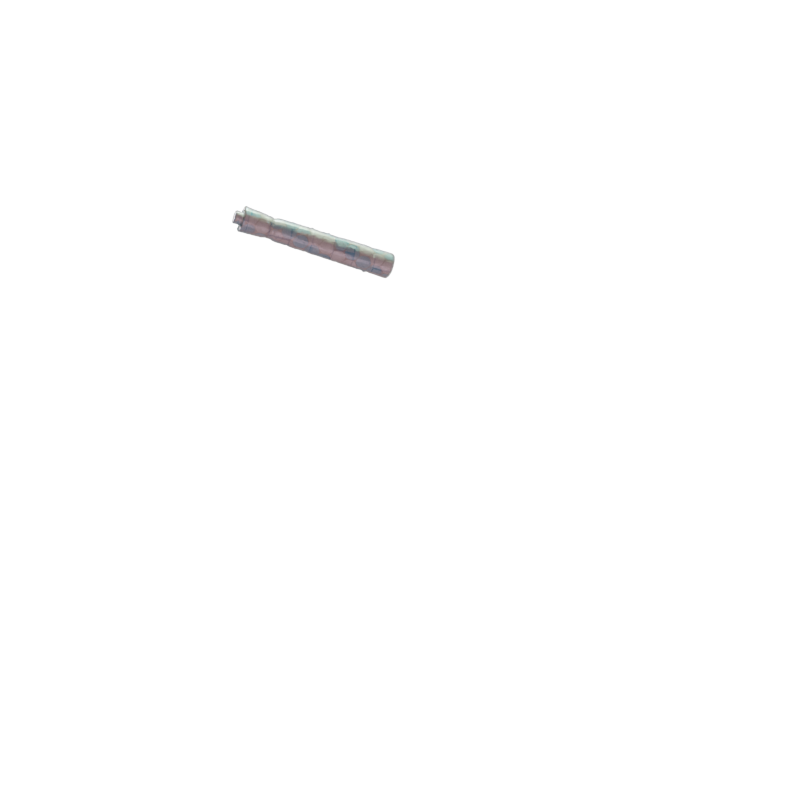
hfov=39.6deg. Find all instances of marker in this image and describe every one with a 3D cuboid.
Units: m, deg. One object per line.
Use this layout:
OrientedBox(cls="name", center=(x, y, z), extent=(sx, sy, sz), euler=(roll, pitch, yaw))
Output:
OrientedBox(cls="marker", center=(-0.062, -0.114, 0.797), extent=(0.118, 0.020, 0.020), euler=(16, -1, -14))
